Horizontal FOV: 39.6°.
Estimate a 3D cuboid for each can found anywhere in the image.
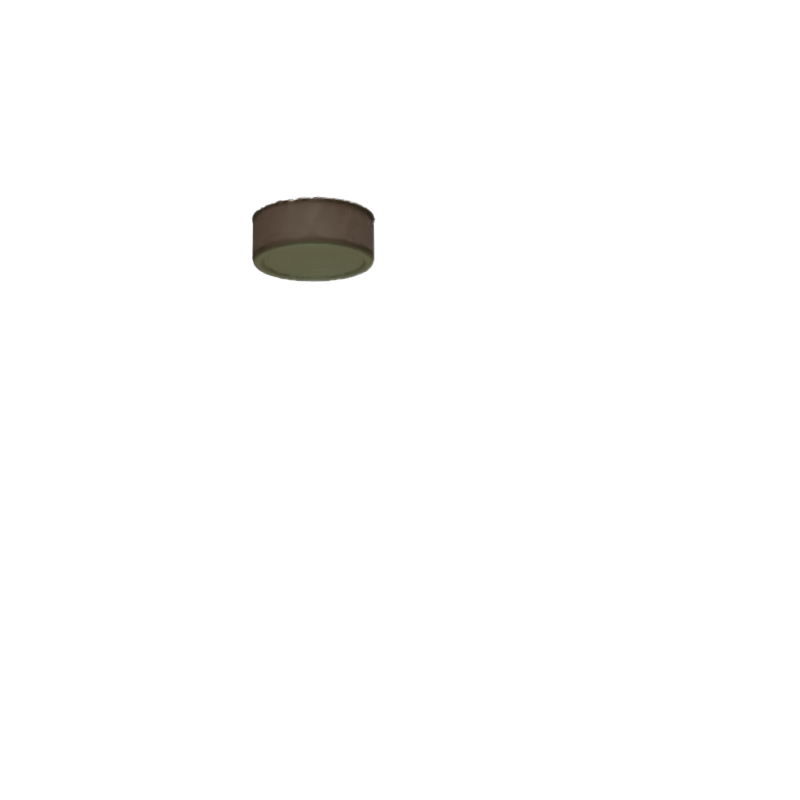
[{"bbox_3d":[-0.060,-0.110,0.767,0.086,0.035,0.083,0,-13,-2],"label":"can"}]
